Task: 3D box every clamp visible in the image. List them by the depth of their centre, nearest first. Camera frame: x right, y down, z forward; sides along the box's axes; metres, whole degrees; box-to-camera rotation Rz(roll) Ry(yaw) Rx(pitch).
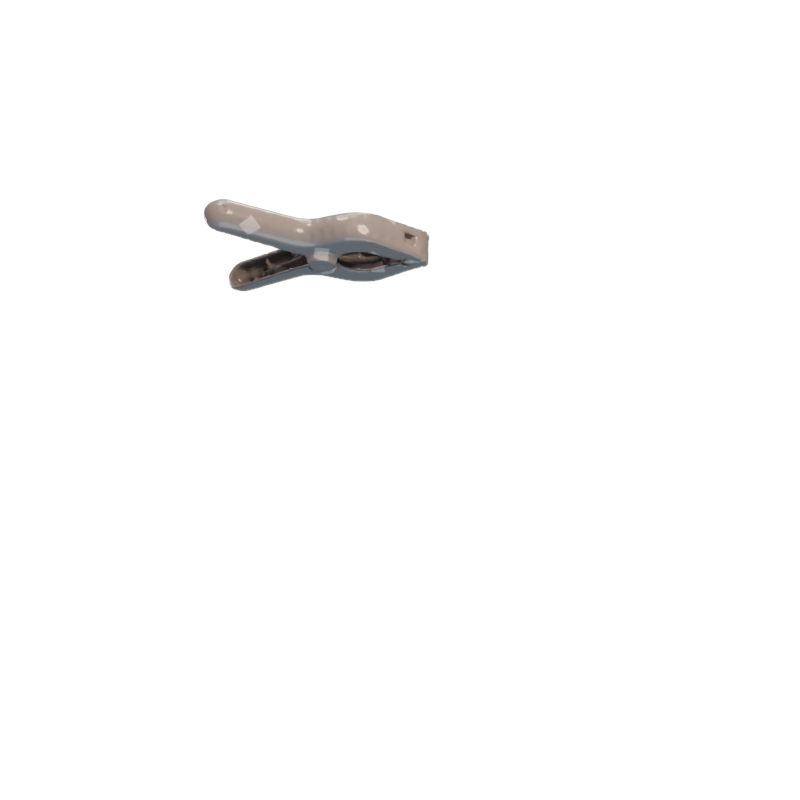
[{"bbox_3d":[-0.067,-0.122,0.852,0.174,0.041,0.113,-4,-18,13],"label":"clamp"}]
